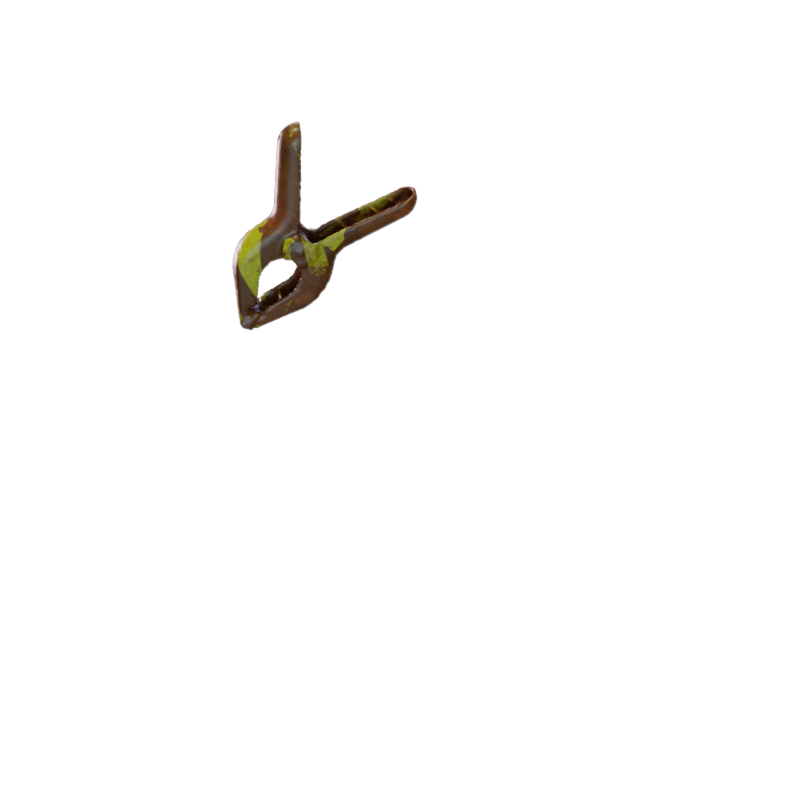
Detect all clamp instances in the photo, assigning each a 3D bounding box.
[{"bbox_3d":[-0.068,-0.123,0.864,0.117,0.166,0.042,23,27,-13],"label":"clamp"}]
